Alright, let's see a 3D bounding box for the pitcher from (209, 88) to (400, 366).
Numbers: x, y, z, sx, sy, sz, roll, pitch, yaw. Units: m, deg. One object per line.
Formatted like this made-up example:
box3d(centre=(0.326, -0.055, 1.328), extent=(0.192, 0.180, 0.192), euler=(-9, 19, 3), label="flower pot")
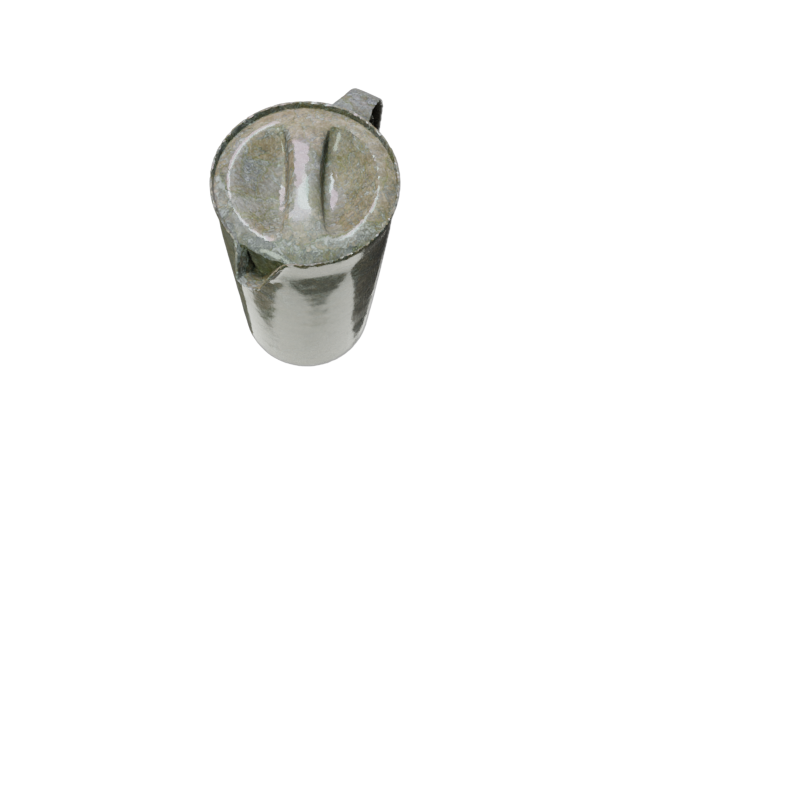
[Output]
box3d(centre=(-0.069, -0.125, 0.877), extent=(0.148, 0.153, 0.231), euler=(-17, -19, -9), label="pitcher")
